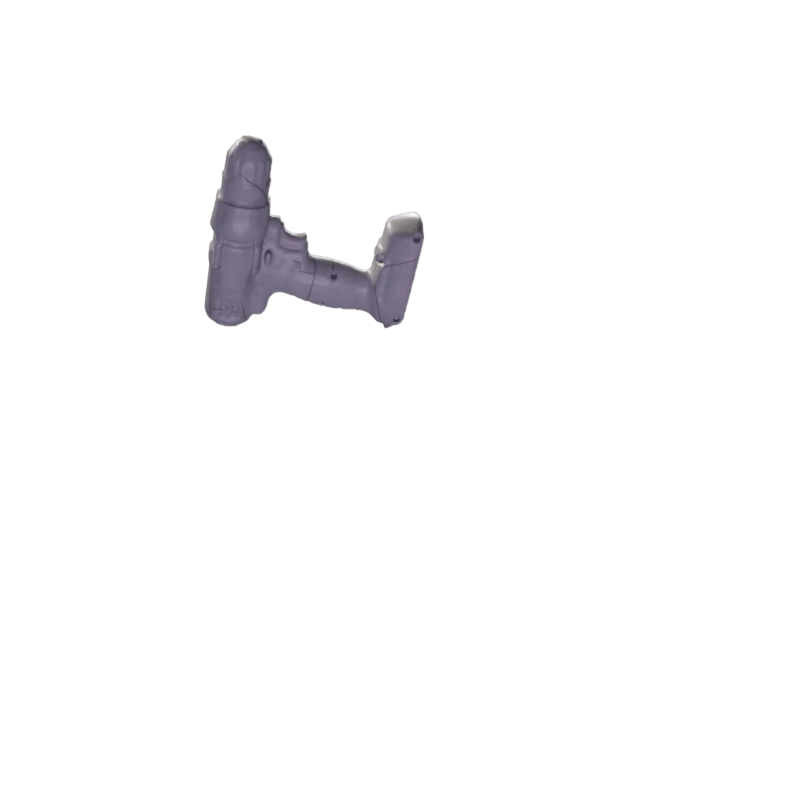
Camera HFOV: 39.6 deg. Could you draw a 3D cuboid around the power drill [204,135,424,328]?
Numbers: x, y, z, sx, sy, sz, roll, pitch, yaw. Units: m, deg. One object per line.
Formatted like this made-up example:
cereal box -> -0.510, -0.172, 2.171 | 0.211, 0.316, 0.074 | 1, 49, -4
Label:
power drill -> -0.078, -0.142, 0.995 | 0.186, 0.175, 0.061 | 9, 32, -6
